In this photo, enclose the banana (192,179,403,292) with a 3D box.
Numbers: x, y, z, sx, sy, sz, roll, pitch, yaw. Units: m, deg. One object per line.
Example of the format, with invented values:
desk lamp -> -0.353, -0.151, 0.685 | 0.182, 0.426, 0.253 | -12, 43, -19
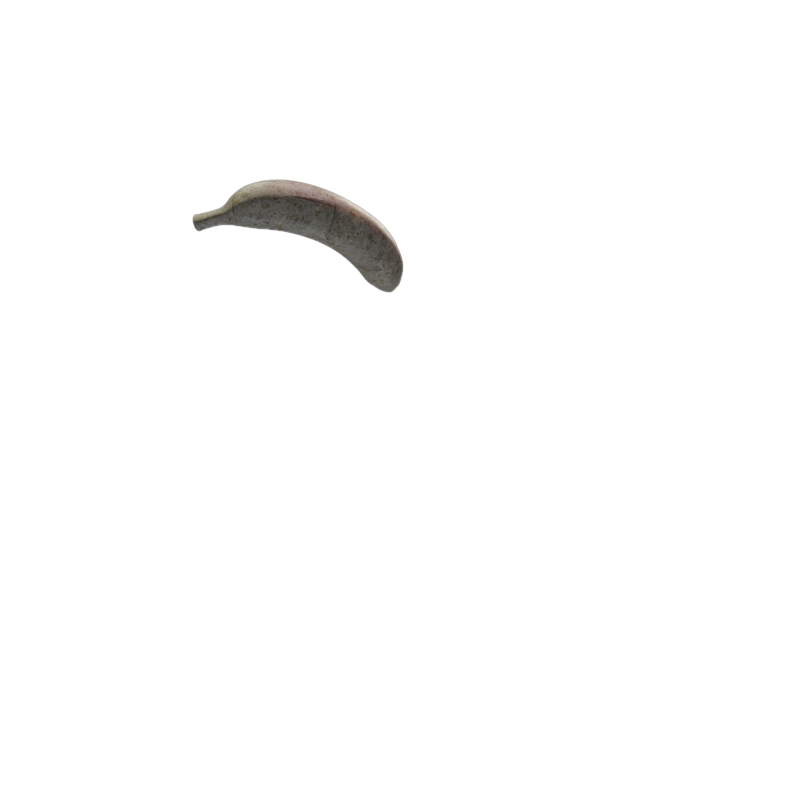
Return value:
banana -> -0.054, -0.123, 0.812 | 0.186, 0.039, 0.070 | 16, -26, -40
